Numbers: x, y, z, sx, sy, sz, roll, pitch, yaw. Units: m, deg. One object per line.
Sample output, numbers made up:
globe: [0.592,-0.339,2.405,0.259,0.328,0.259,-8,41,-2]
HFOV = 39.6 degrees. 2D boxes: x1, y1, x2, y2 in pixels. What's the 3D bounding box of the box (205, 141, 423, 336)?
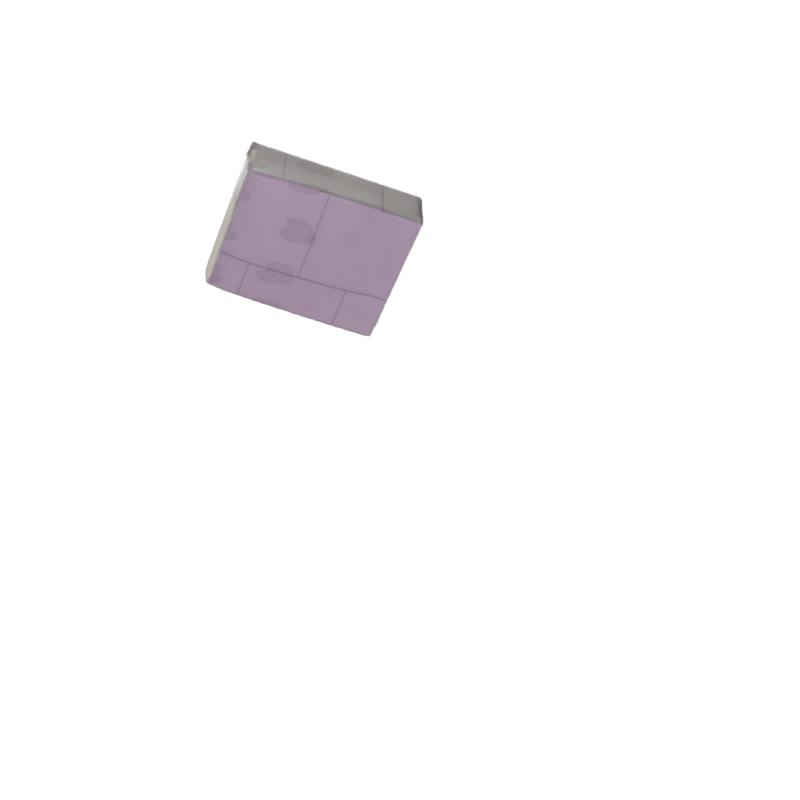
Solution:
box: [-0.053,-0.097,0.679,0.111,0.086,0.041,17,32,-11]
